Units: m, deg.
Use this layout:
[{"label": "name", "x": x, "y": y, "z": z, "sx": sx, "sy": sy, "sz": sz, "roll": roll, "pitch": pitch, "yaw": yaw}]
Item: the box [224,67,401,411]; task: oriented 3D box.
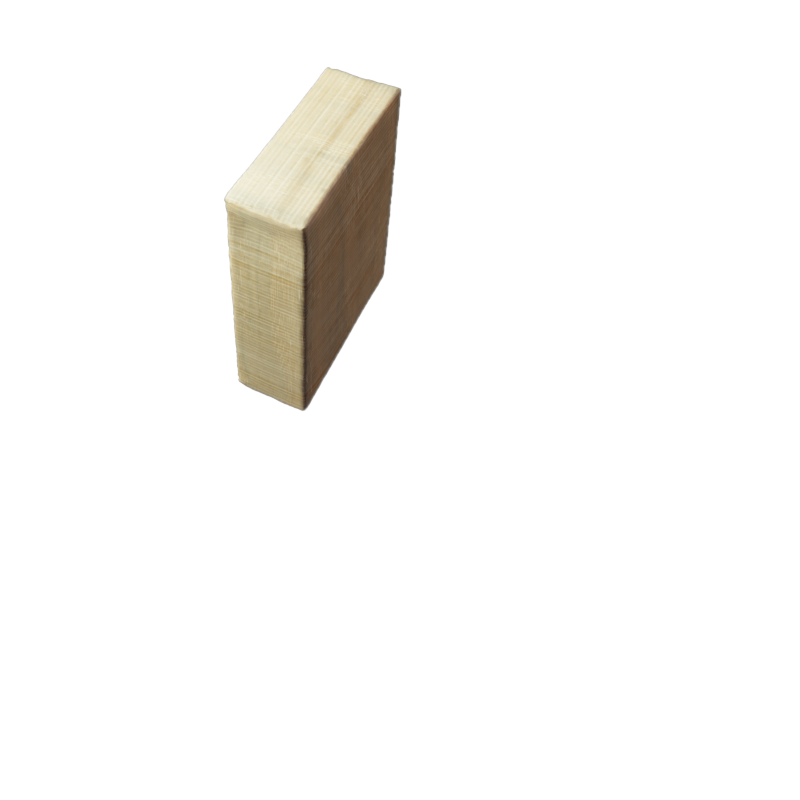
[{"label": "box", "x": -0.067, "y": -0.122, "z": 0.857, "sx": 0.074, "sy": 0.171, "sz": 0.199, "roll": 20, "pitch": -37, "yaw": 12}]
